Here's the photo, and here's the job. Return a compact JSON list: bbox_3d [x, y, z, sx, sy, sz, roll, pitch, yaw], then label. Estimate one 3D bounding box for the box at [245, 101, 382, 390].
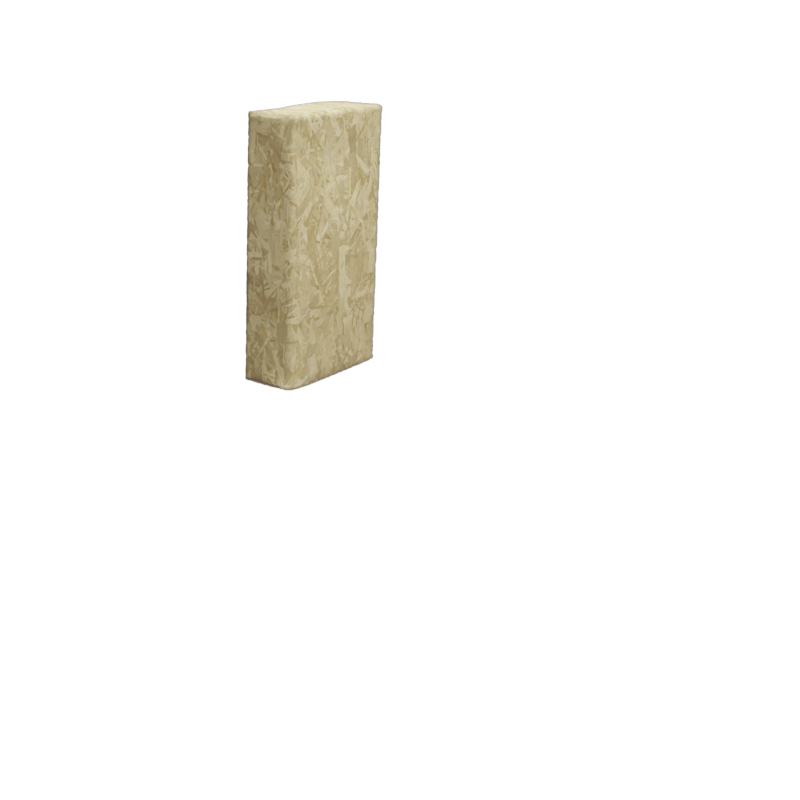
[{"bbox_3d":[-0.056,-0.103,0.719,0.050,0.171,0.092,10,17,34],"label":"box"}]
